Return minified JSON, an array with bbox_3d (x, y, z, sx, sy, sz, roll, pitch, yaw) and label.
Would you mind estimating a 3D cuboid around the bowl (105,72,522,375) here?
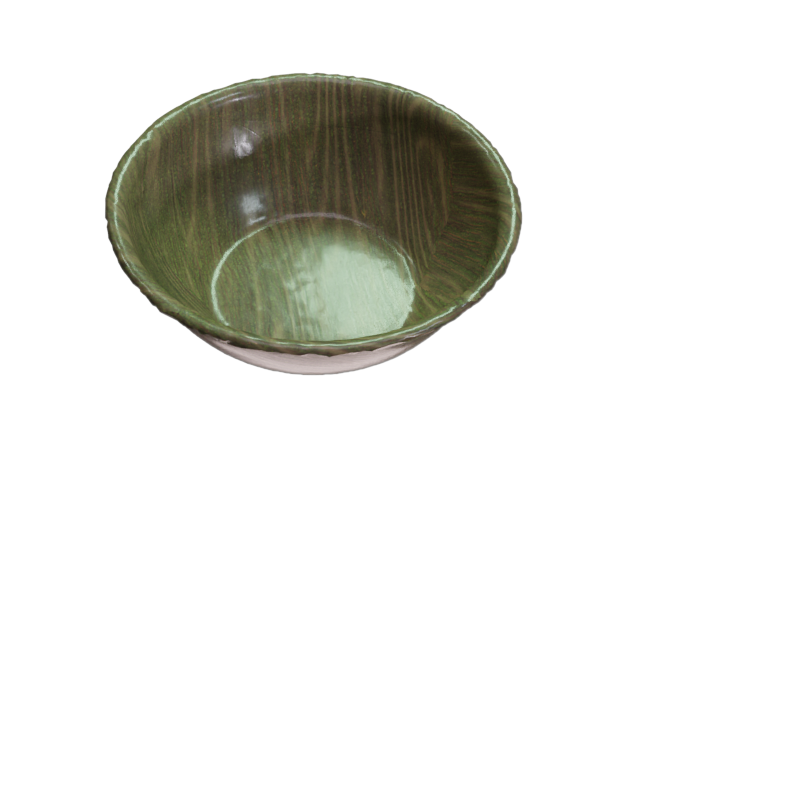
[{"bbox_3d":[-0.035,-0.064,0.450,0.162,0.174,0.051,-1,-42,-1],"label":"bowl"}]
